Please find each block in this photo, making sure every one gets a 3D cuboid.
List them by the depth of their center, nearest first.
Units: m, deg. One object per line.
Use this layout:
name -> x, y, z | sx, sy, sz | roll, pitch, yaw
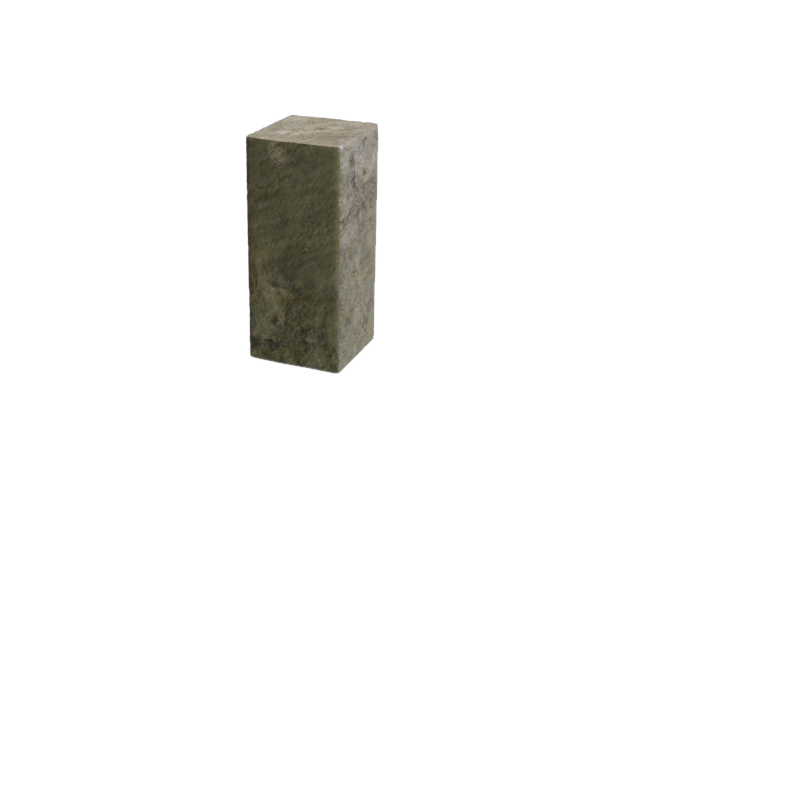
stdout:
block -> -0.077, -0.141, 0.989 | 0.093, 0.197, 0.092 | 10, 23, 21
